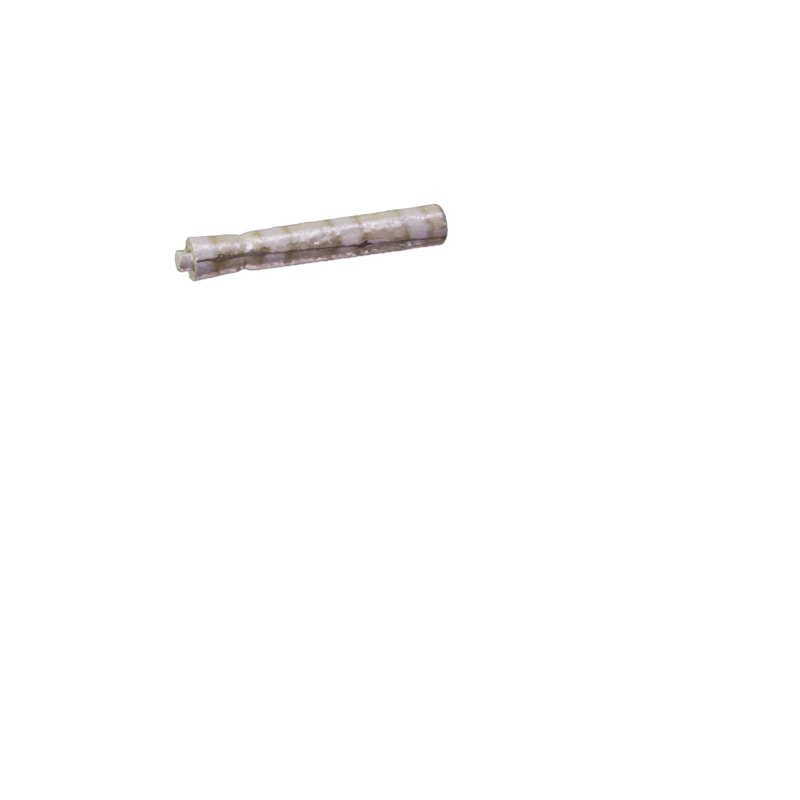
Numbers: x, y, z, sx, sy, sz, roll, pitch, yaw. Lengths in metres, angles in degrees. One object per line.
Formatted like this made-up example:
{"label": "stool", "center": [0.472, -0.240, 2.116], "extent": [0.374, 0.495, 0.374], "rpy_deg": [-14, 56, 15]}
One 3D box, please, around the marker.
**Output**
{"label": "marker", "center": [-0.037, -0.068, 0.478], "extent": [0.119, 0.019, 0.020], "rpy_deg": [-11, 8, -19]}
